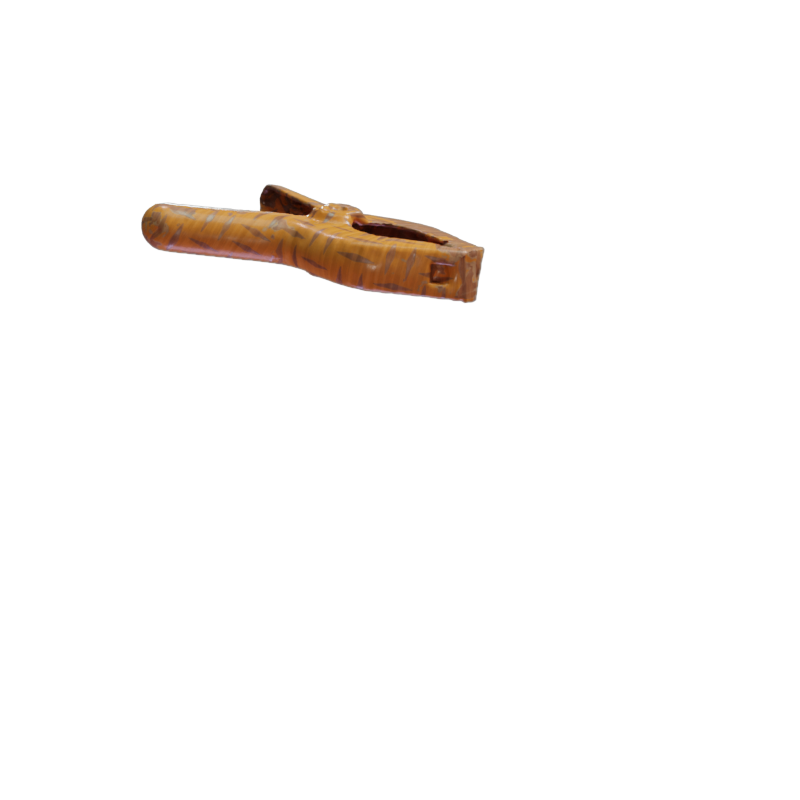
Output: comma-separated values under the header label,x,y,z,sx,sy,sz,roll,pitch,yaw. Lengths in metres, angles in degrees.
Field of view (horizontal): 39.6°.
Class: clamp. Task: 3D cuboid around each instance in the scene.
label,x,y,z,sx,sy,sz,roll,pitch,yaw
clamp,-0.044,-0.081,0.568,0.181,0.037,0.119,18,28,36
